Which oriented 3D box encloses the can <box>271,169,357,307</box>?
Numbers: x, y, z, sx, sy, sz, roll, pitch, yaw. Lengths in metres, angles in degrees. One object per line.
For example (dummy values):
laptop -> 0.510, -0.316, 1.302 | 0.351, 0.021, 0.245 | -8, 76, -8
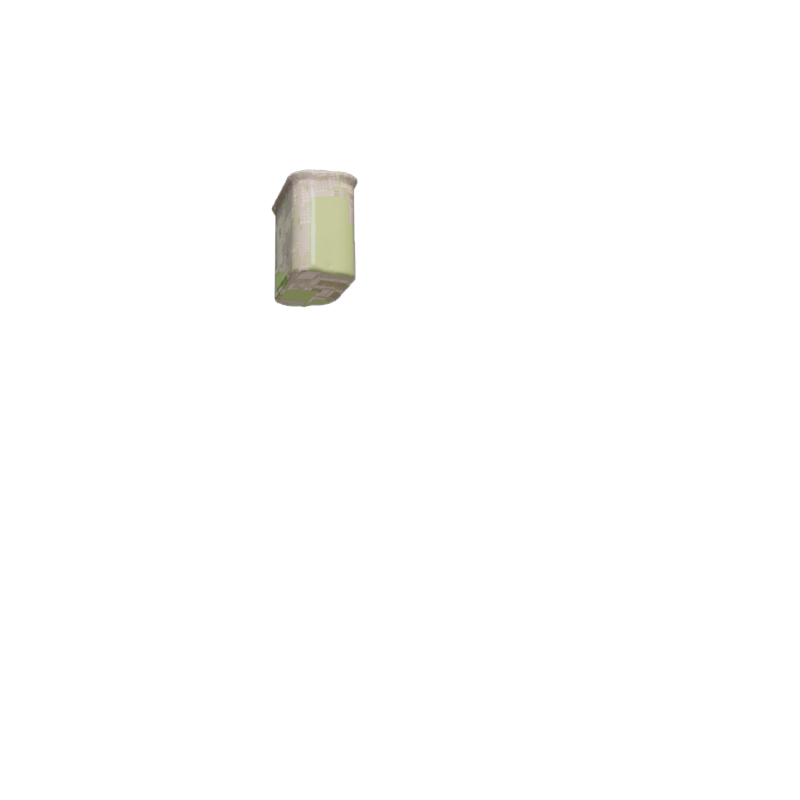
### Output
can -> -0.070, -0.128, 0.899 | 0.056, 0.087, 0.100 | 4, -16, -16
